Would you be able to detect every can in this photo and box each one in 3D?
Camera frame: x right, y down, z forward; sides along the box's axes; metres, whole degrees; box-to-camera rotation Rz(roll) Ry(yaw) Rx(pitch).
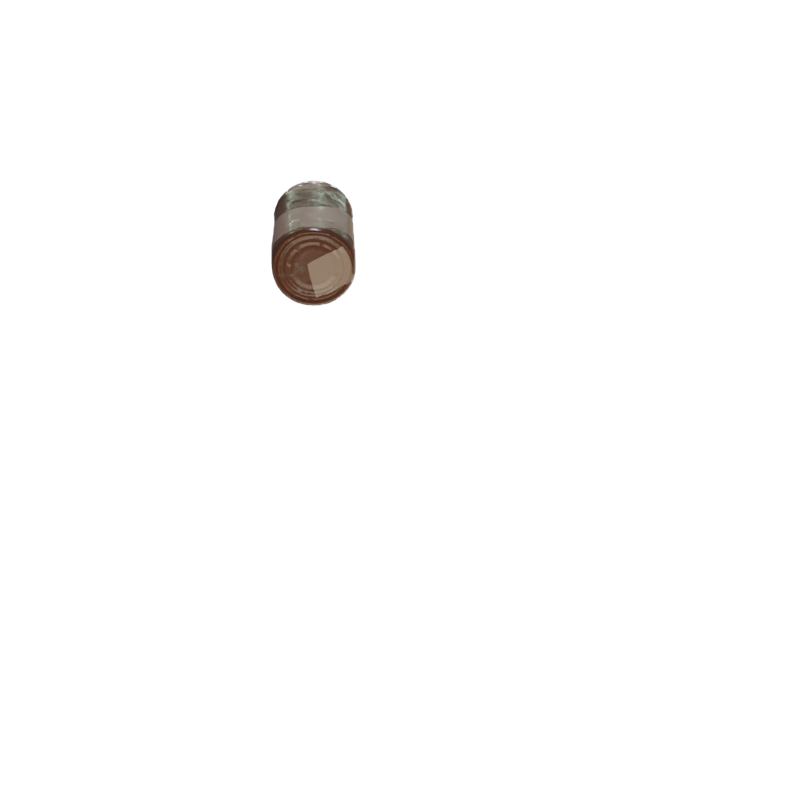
[{"bbox_3d":[-0.071,-0.129,0.907,0.068,0.065,0.108,0,30,-3],"label":"can"}]
